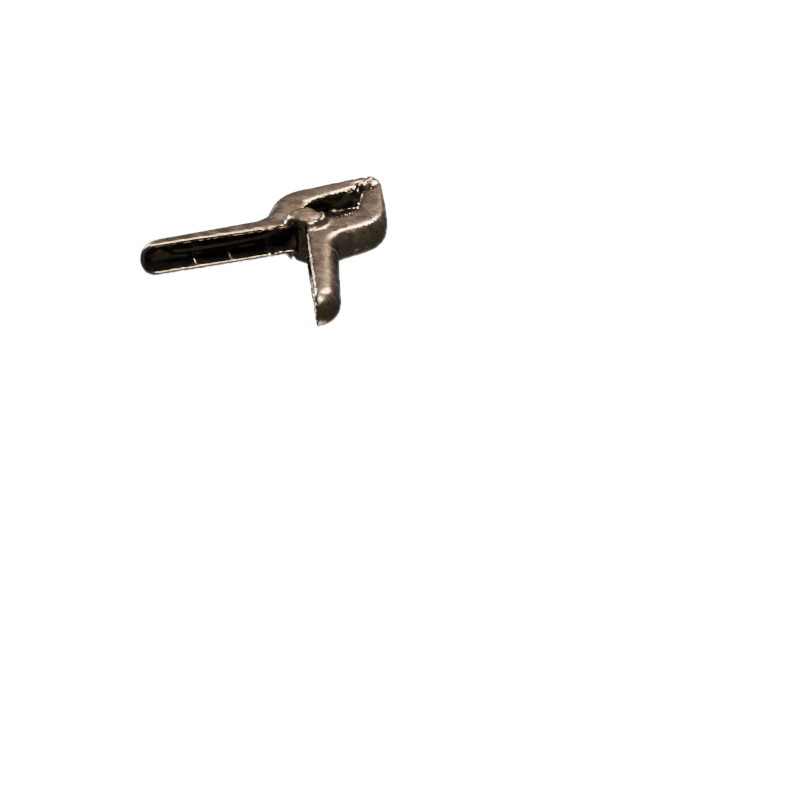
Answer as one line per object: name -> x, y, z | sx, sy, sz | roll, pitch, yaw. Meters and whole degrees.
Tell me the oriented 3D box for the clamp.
clamp -> -0.065, -0.118, 0.829 | 0.174, 0.034, 0.210 | 22, 38, 32
